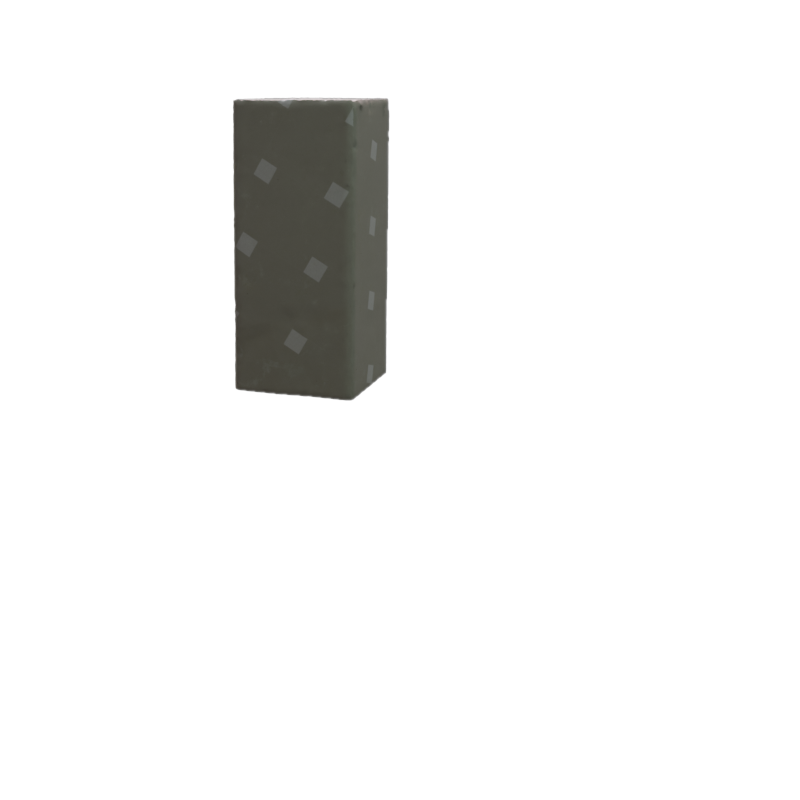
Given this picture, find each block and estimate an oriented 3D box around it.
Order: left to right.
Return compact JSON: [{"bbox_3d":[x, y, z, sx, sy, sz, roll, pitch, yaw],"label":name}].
[{"bbox_3d":[-0.062,-0.114,0.801,0.092,0.202,0.090,3,9,18],"label":"block"}]
